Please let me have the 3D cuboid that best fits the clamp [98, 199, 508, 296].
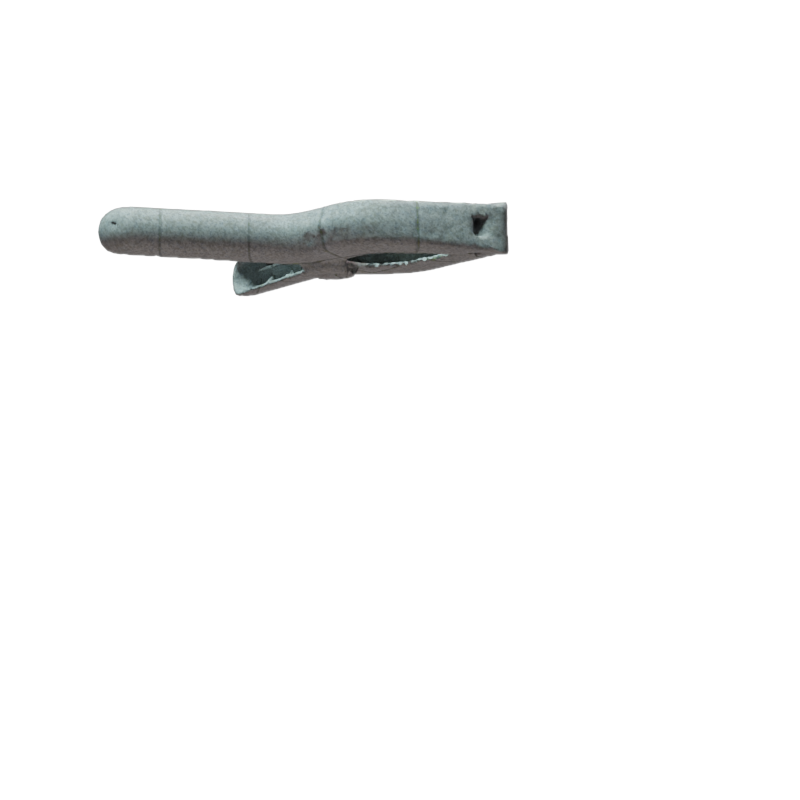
[{"bbox_3d":[-0.048,-0.087,0.611,0.216,0.037,0.157,-2,-4,29],"label":"clamp"}]
